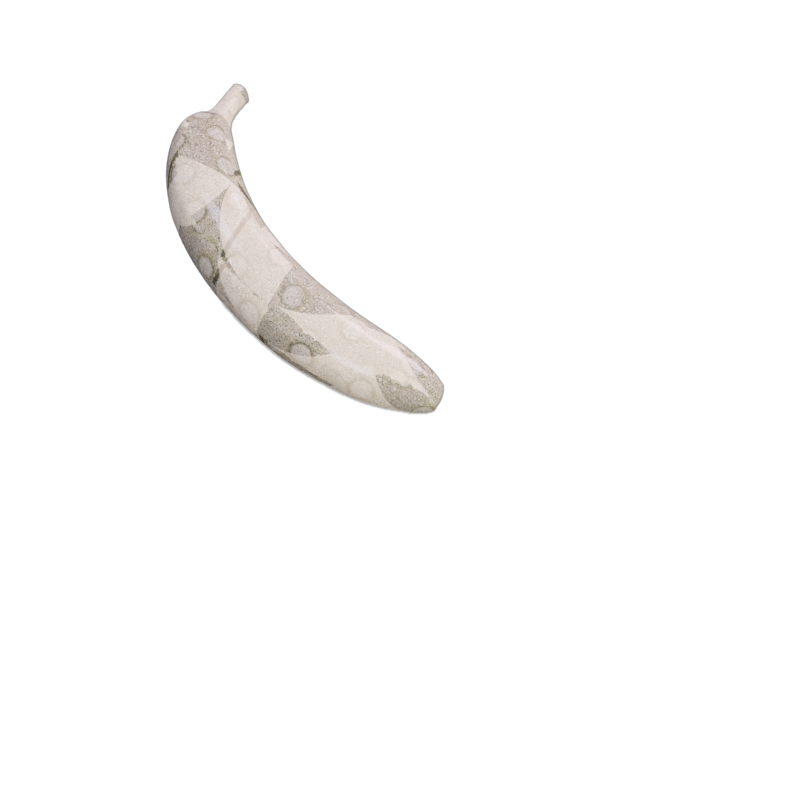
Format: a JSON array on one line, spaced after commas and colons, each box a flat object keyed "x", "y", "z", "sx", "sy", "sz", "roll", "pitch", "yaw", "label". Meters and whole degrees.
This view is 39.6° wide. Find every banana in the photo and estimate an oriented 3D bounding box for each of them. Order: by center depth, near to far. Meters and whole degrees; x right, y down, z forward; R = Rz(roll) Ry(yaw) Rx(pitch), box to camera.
[{"x": -0.058, "y": -0.068, "z": 0.510, "sx": 0.069, "sy": 0.209, "sz": 0.035, "roll": -27, "pitch": -22, "yaw": -12, "label": "banana"}]
